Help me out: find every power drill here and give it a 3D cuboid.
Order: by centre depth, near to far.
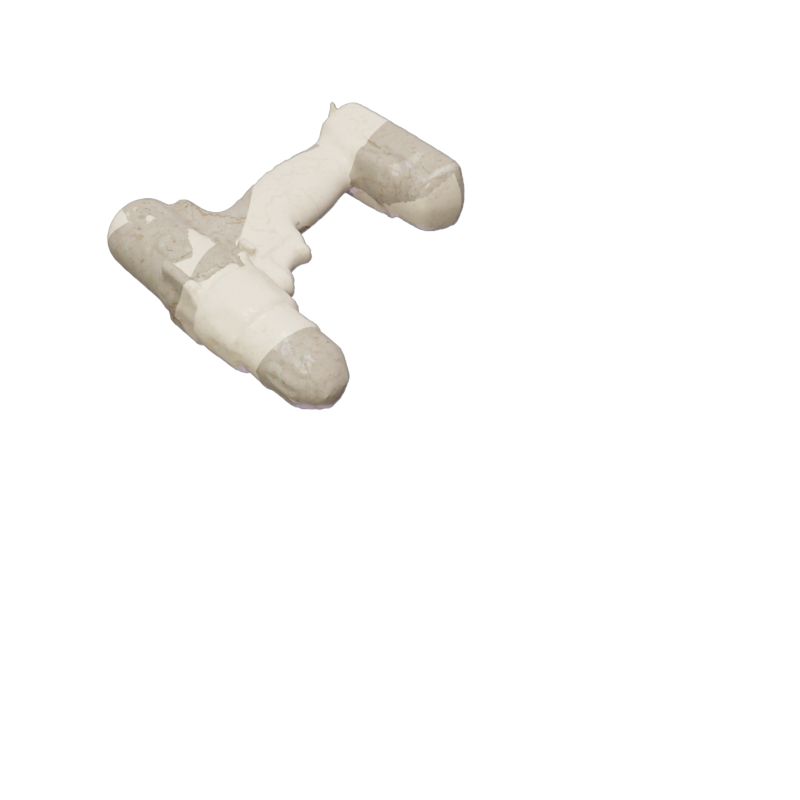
[{"bbox_3d":[-0.051,-0.093,0.649,0.189,0.053,0.197,-36,57,-28],"label":"power drill"}]
